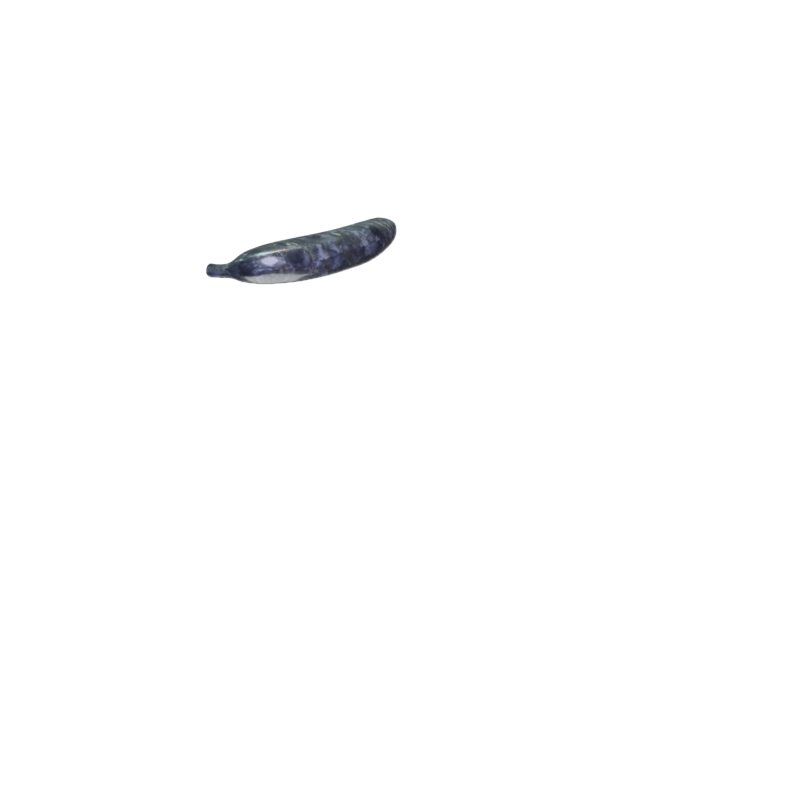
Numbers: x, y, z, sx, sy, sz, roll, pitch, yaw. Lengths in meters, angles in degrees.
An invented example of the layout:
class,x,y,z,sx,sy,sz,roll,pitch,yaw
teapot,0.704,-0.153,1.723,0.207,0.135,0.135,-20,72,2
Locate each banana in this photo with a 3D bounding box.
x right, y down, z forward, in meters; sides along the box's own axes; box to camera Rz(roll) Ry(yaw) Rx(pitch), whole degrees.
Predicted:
class,x,y,z,sx,sy,sz,roll,pitch,yaw
banana,-0.070,-0.134,0.981,0.194,0.035,0.074,-17,30,-31
